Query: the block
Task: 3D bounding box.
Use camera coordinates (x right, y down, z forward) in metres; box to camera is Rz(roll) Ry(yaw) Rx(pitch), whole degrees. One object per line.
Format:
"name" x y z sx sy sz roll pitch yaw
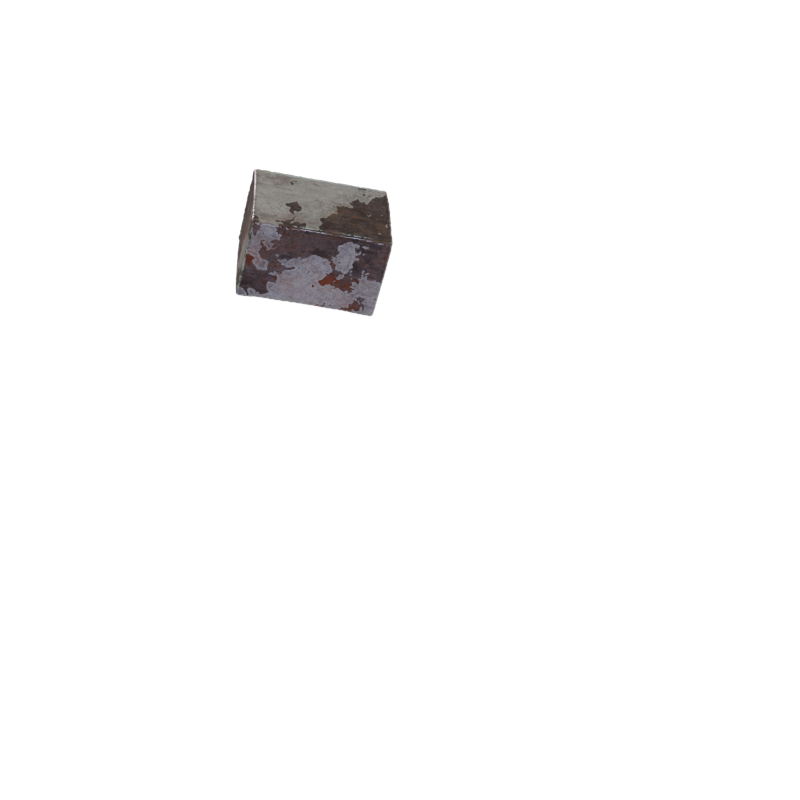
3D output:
"block" -0.048 -0.087 0.609 0.077 0.050 0.055 9 39 -9
